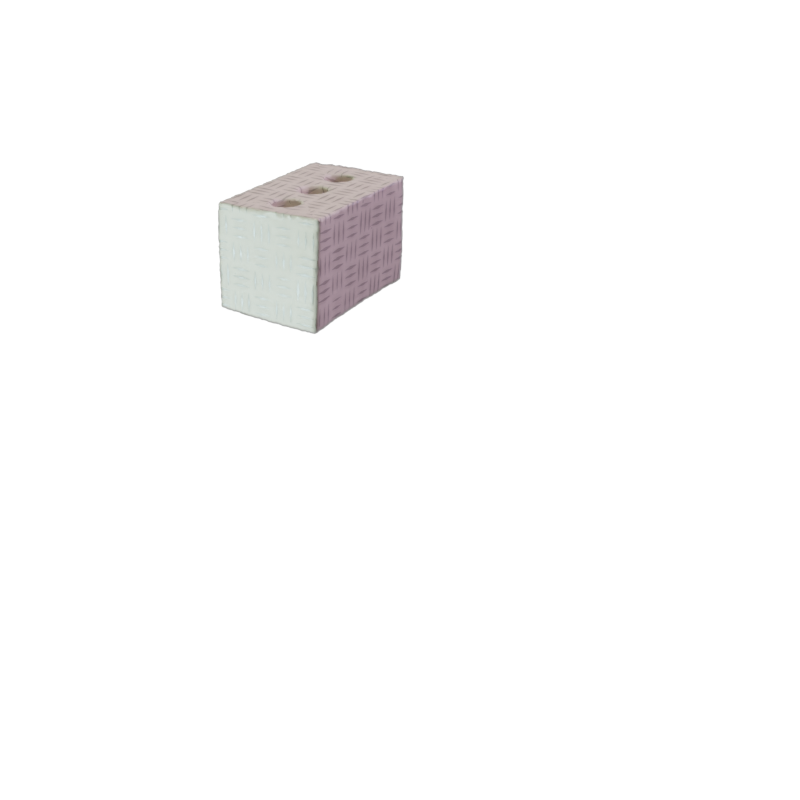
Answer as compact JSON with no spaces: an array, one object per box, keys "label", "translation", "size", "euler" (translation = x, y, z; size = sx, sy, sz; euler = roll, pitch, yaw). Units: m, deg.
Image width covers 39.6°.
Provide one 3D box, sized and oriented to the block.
[{"label":"block","translation":[-0.039,-0.072,0.501],"size":[0.055,0.049,0.078],"euler":[13,28,26]}]
